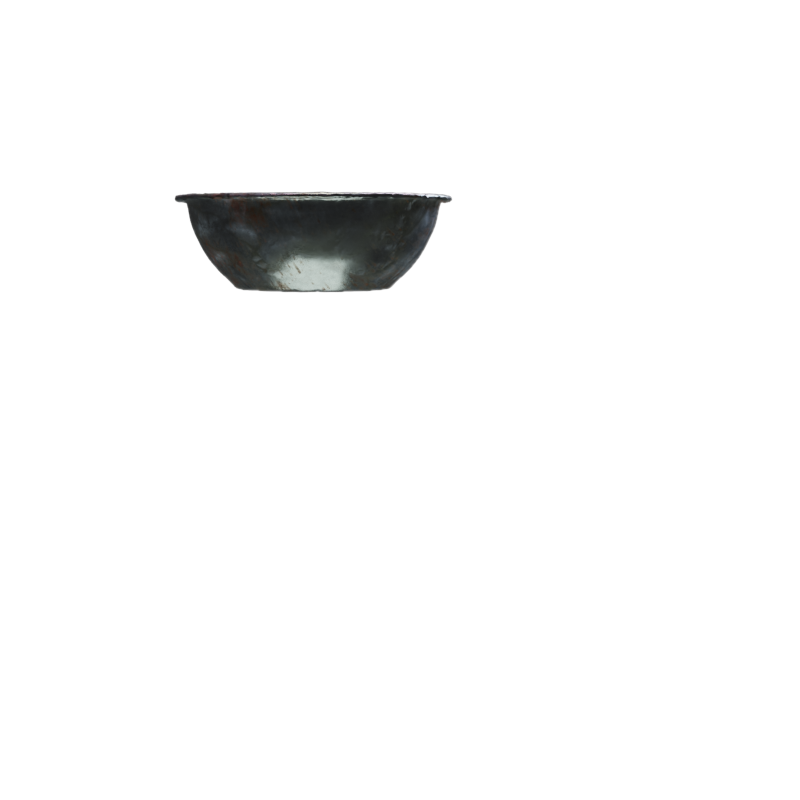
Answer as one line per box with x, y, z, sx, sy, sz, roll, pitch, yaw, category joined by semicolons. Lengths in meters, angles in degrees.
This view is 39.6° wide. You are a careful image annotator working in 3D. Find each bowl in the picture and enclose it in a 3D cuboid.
-0.051;-0.093;0.649;0.162;0.055;0.164;0;7;-2;bowl
